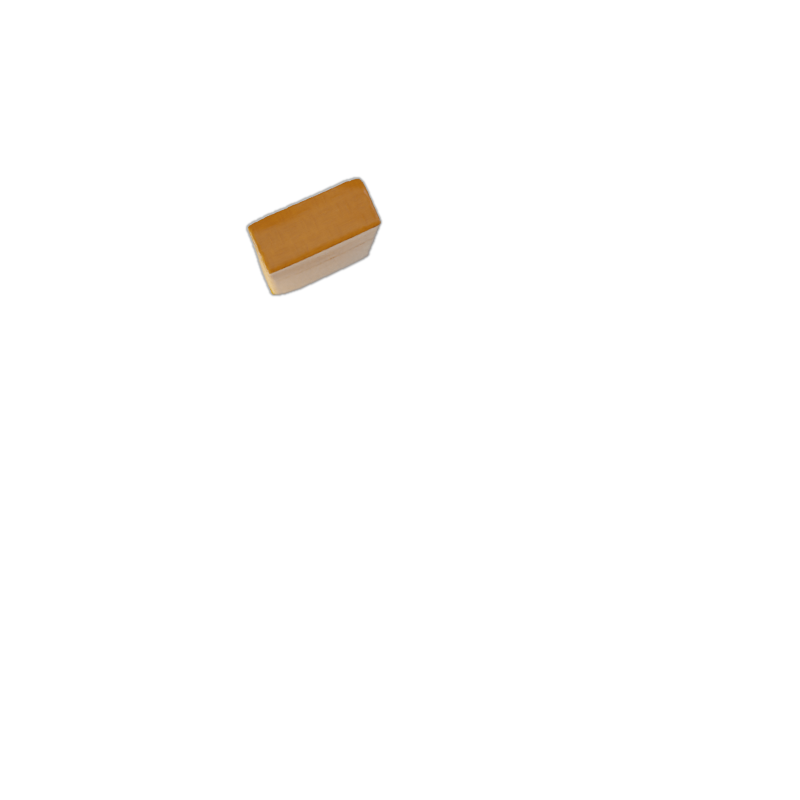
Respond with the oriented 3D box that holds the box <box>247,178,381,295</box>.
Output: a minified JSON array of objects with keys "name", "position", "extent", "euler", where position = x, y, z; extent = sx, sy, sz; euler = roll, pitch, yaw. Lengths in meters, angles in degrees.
[{"name":"box","position":[-0.069,-0.126,0.880],"extent":[0.093,0.049,0.174],"euler":[-25,-1,-5]}]
